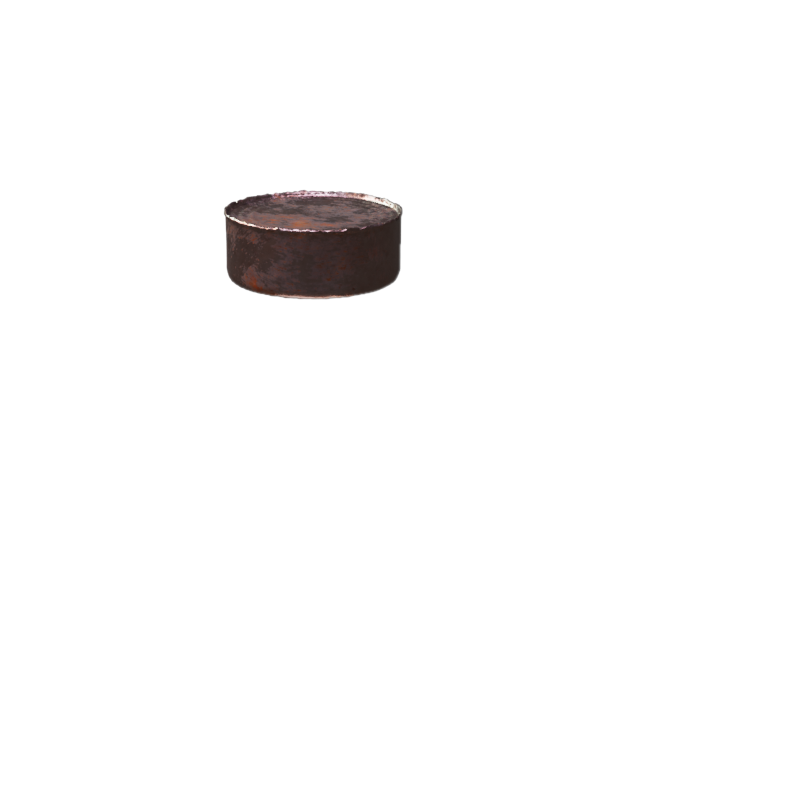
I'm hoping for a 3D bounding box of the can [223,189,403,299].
[{"bbox_3d":[-0.042,-0.076,0.535,0.086,0.032,0.090,-1,21,-2],"label":"can"}]
